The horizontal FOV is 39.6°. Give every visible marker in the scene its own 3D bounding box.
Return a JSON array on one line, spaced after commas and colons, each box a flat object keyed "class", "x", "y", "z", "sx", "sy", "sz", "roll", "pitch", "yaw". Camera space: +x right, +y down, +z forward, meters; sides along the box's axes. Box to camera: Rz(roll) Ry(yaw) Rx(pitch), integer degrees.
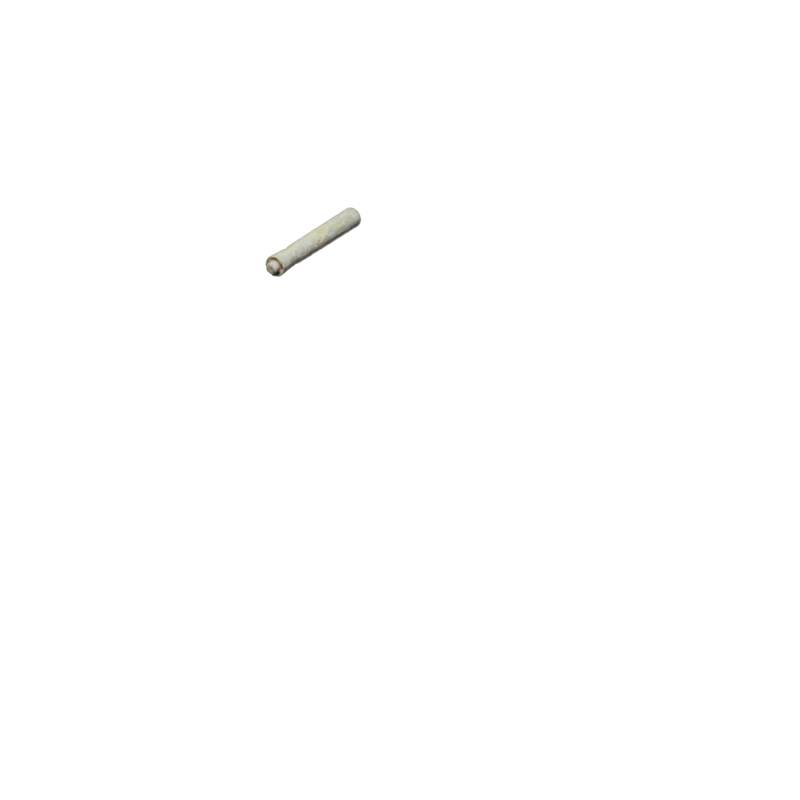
[{"class": "marker", "x": -0.073, "y": -0.134, "z": 0.935, "sx": 0.020, "sy": 0.019, "sz": 0.122, "roll": 2, "pitch": 29, "yaw": 34}]
